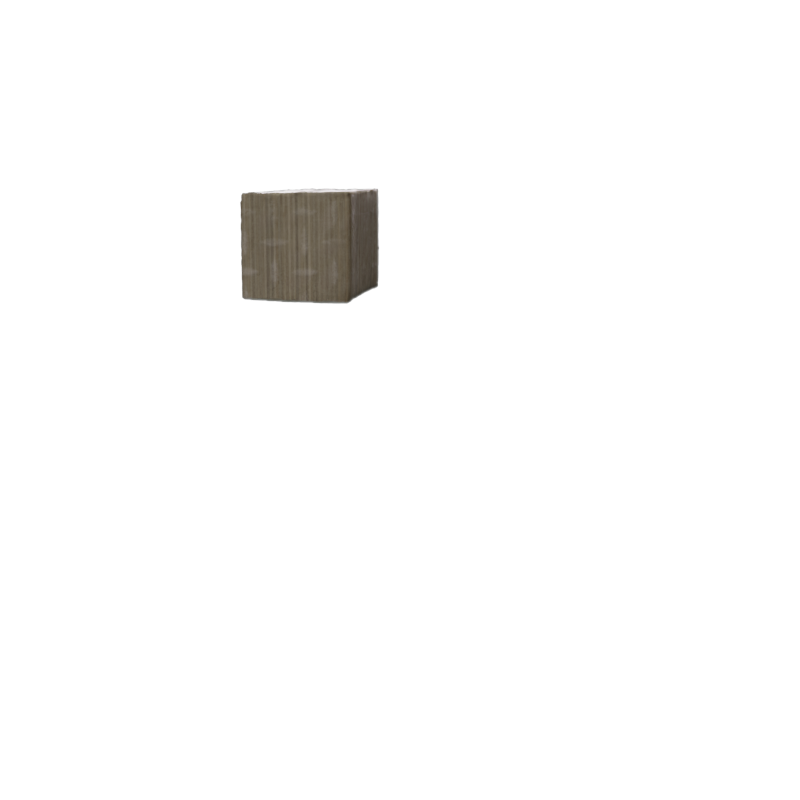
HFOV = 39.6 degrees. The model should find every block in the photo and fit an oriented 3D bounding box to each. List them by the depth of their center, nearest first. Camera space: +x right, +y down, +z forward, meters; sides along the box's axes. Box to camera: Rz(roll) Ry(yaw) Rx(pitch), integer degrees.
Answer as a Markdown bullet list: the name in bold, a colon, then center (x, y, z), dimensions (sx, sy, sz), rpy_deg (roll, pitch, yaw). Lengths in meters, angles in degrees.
- **block**: center (-0.042, -0.077, 0.541), dimensions (0.053, 0.050, 0.078), rpy_deg (2, 10, 10)
